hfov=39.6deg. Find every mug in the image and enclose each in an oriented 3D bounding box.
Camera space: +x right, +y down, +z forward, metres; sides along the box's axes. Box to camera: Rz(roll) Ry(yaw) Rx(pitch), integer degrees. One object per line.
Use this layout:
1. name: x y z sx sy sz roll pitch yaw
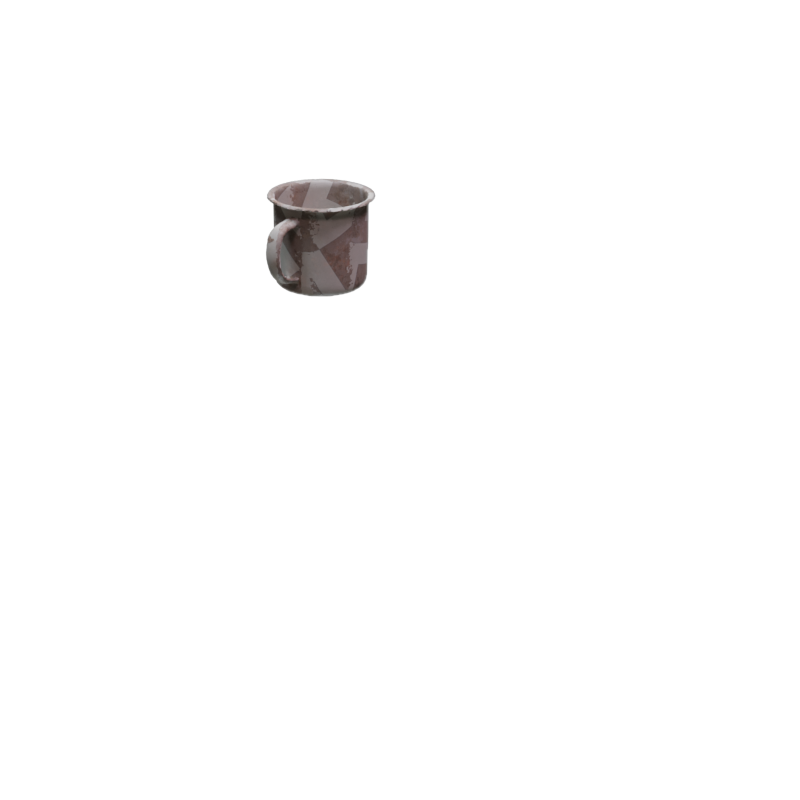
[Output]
1. mug: -0.075 -0.136 0.955 0.098 0.078 0.117 14 28 28
